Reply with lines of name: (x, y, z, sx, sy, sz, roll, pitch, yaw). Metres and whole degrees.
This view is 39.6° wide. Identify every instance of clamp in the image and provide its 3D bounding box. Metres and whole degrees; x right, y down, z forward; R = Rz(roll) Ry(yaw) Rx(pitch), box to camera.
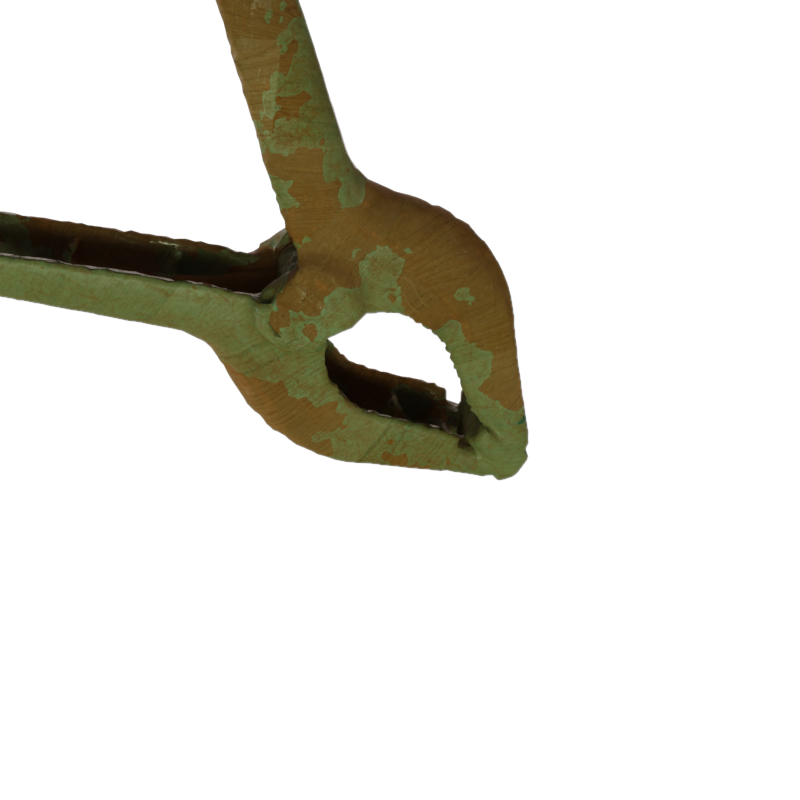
clamp: (-0.023, -0.041, 0.288, 0.164, 0.117, 0.042, 29, 32, -21)
